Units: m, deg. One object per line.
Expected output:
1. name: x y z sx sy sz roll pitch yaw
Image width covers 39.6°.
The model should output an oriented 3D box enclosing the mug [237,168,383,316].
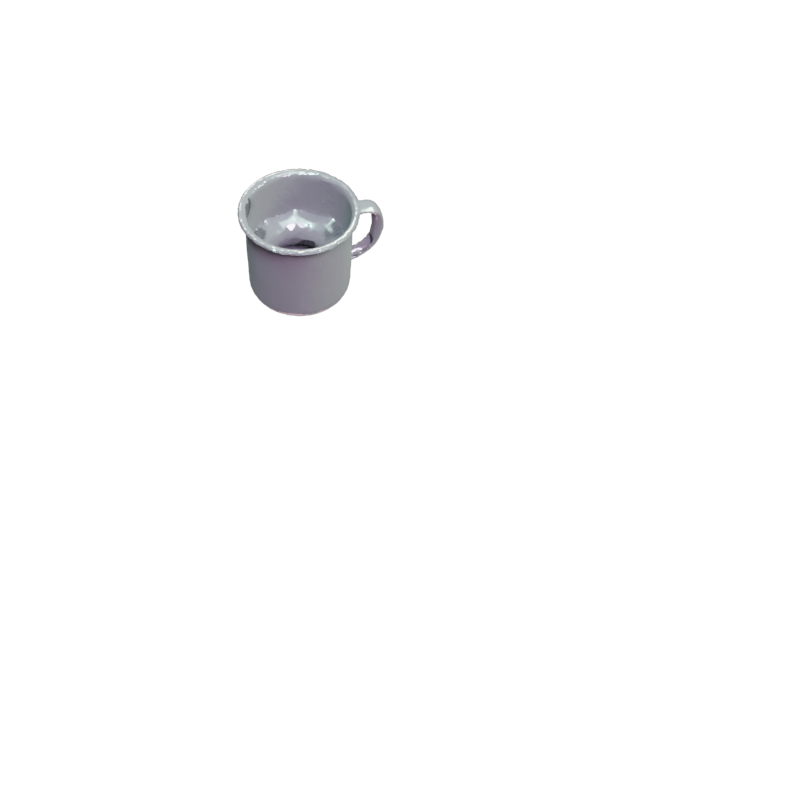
1. mug: -0.068 -0.124 0.869 0.116 0.101 0.076 -20 -37 -17
